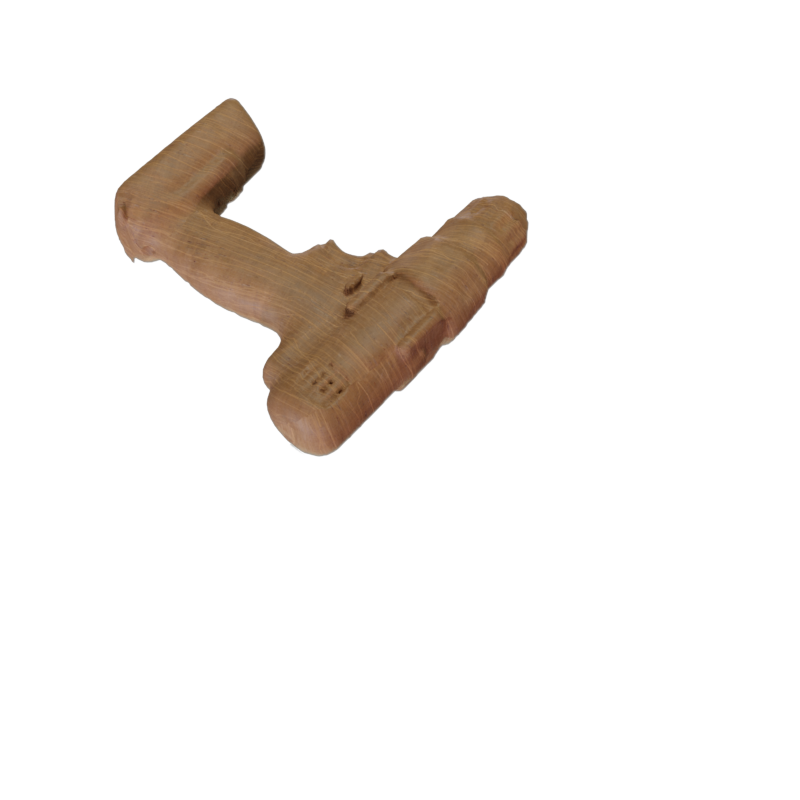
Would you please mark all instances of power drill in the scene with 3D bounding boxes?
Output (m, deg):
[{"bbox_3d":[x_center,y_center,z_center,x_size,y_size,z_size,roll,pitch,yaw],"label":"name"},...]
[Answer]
[{"bbox_3d":[-0.047,-0.086,0.604,0.197,0.187,0.054,36,-27,21],"label":"power drill"}]
